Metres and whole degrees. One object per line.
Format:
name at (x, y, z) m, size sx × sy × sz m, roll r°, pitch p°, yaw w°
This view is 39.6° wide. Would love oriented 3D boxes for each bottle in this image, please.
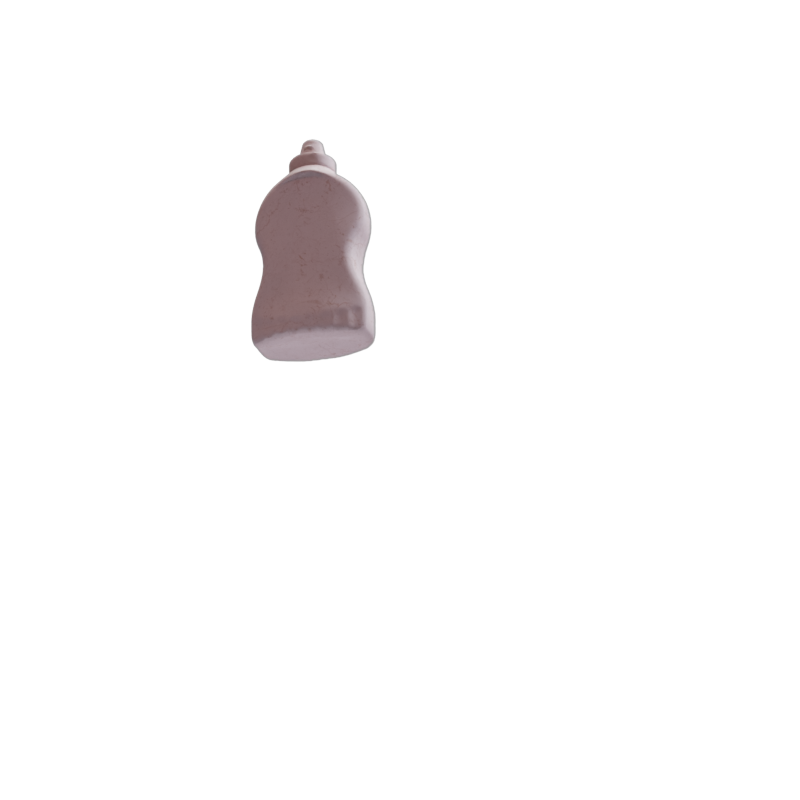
bottle at (-0.071, -0.130, 0.911) m, size 0.097 × 0.203 × 0.054 m, roll -9°, pitch -28°, yaw 15°
